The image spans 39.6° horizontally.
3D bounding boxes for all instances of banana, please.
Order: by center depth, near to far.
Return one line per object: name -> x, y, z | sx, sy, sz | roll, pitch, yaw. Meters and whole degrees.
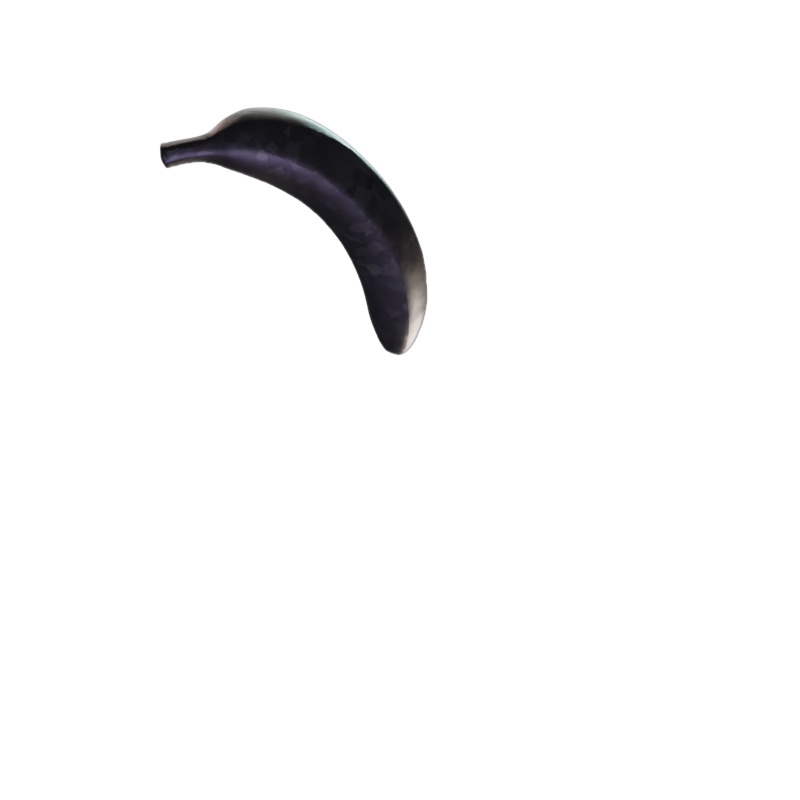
banana -> -0.033, -0.092, 0.572 | 0.069, 0.039, 0.184 | -28, -49, 27
